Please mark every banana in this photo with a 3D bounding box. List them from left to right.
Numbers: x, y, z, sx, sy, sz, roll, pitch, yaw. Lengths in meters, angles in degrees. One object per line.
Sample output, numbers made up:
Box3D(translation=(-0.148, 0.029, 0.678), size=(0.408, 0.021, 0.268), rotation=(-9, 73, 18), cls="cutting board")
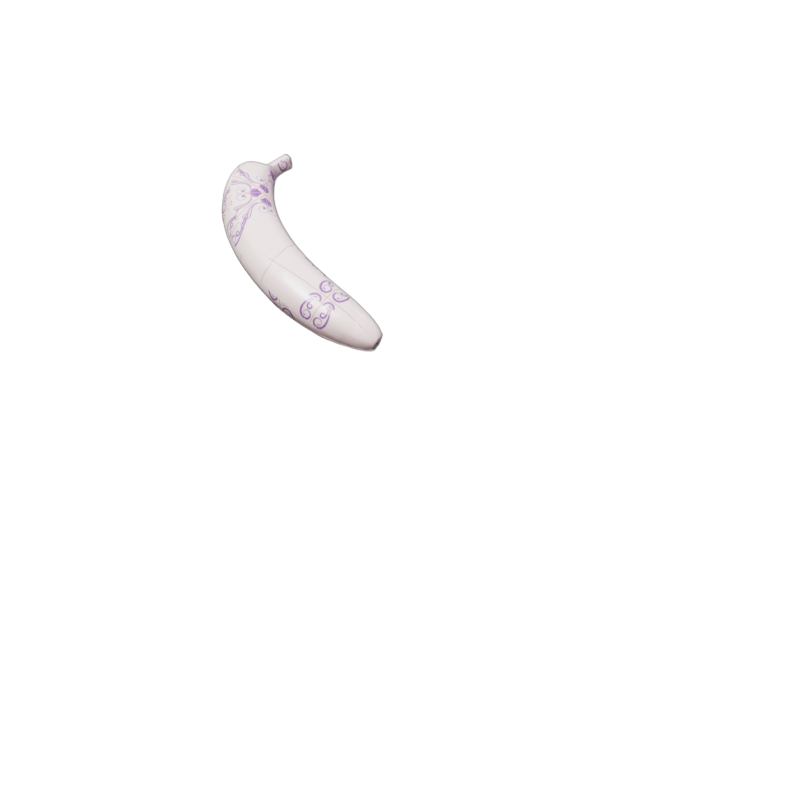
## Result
Box3D(translation=(-0.076, -0.104, 0.737), size=(0.069, 0.214, 0.034), rotation=(-15, -40, -13), cls="banana")
